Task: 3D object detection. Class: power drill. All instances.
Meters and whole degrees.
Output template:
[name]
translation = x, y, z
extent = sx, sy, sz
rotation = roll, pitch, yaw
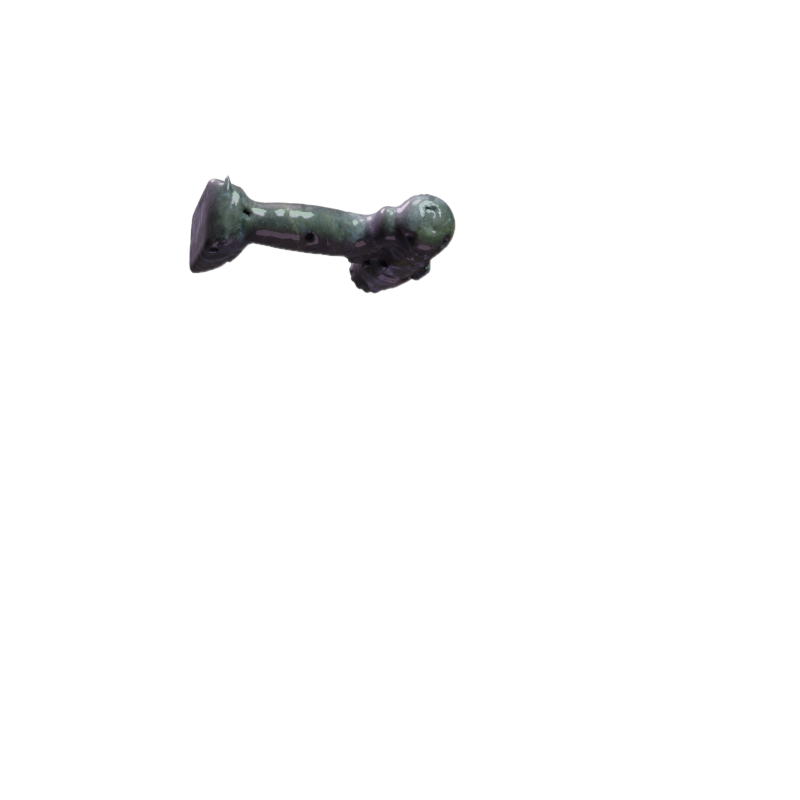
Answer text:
[power drill]
translation = -0.068, -0.124, 0.870
extent = 0.184, 0.059, 0.182
rotation = 2, -10, -14
